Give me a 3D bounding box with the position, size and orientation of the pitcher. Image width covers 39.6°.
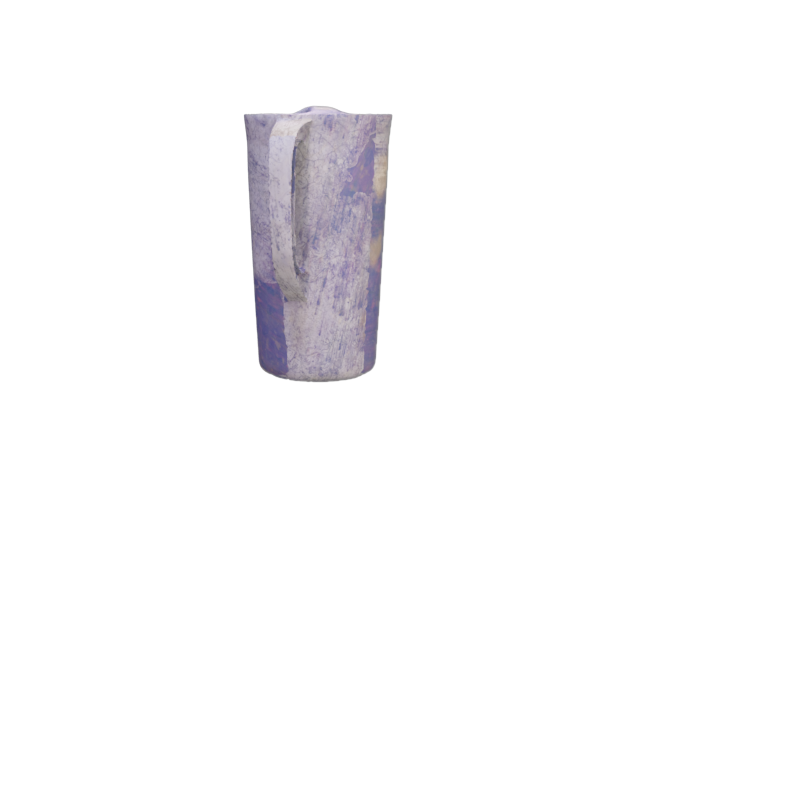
[{"bbox_3d":[-0.078,-0.143,0.998,0.145,0.239,0.152,-4,9,-31],"label":"pitcher"}]
